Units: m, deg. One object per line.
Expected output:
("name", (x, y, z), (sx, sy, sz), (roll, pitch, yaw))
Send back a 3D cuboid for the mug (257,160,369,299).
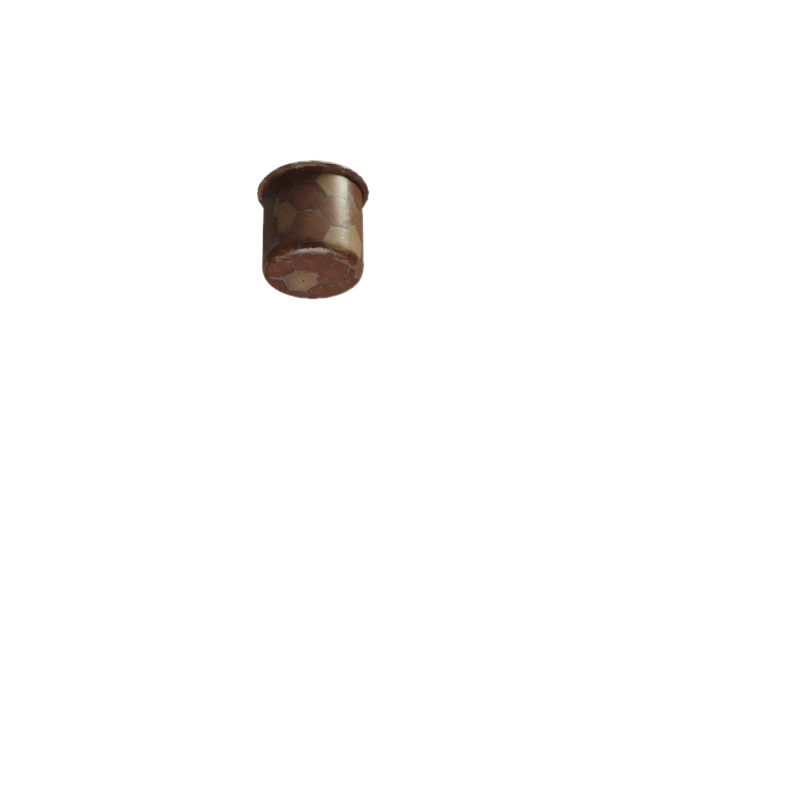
("mug", (-0.071, -0.130, 0.912), (0.093, 0.087, 0.110), (0, -29, -2))
